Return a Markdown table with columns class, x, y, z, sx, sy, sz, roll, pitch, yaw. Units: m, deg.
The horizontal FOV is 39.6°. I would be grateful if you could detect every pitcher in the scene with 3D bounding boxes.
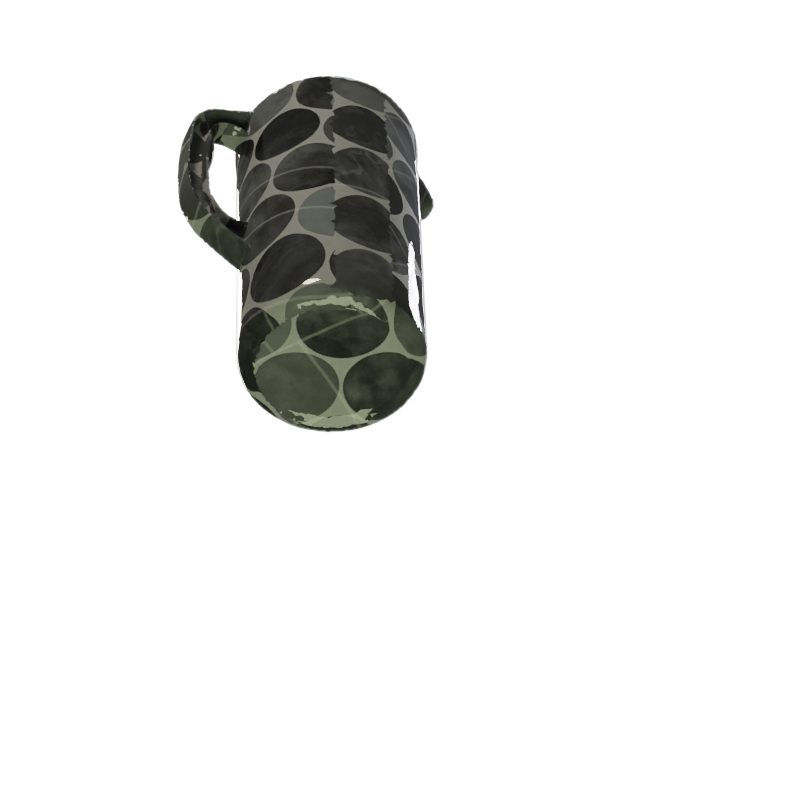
| class | x | y | z | sx | sy | sz | roll | pitch | yaw |
| --- | --- | --- | --- | --- | --- | --- | --- | --- | --- |
| pitcher | -0.056 | -0.102 | 0.713 | 0.150 | 0.134 | 0.260 | -15 | 38 | 9 |
